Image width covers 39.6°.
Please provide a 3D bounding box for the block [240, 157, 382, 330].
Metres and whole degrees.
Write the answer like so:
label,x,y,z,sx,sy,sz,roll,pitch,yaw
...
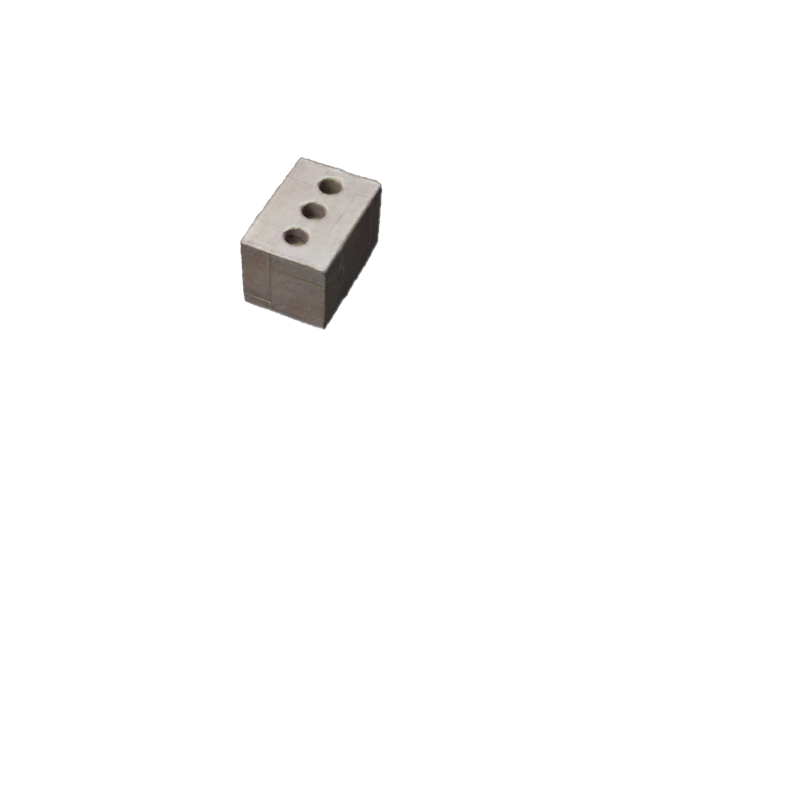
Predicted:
label,x,y,z,sx,sy,sz,roll,pitch,yaw
block,-0.049,-0.089,0.625,0.054,0.081,0.048,18,-38,13
